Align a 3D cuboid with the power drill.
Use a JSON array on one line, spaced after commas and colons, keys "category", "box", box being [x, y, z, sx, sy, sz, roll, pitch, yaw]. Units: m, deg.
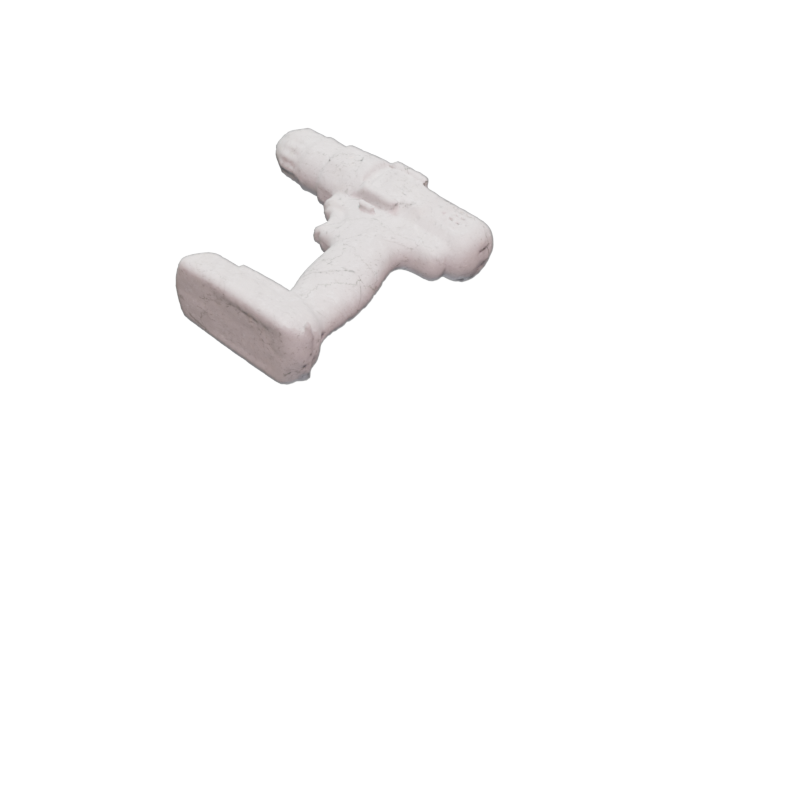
[{"category": "power drill", "box": [-0.058, -0.106, 0.745, 0.196, 0.053, 0.190, 31, 53, 27]}]
